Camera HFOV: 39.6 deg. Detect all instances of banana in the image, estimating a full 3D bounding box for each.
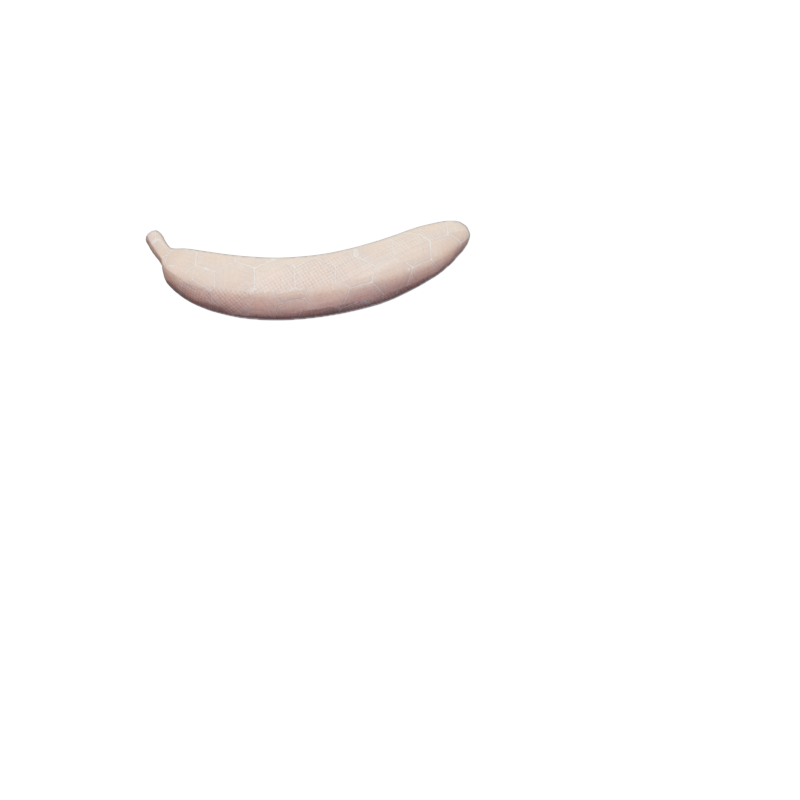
[{"bbox_3d":[-0.055,-0.078,0.655,0.197,0.074,0.034,-1,-32,0],"label":"banana"}]
